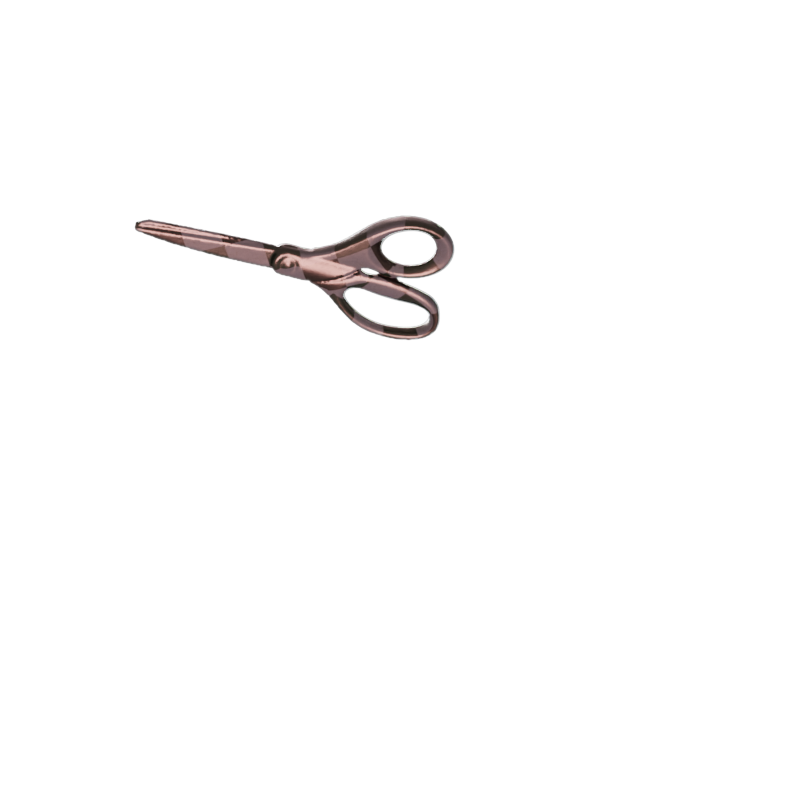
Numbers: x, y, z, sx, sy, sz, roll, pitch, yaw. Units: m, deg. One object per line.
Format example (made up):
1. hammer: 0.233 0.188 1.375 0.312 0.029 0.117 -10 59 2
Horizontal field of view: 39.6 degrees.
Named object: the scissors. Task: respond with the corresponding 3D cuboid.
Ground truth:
1. scissors: -0.054 -0.098 0.689 0.195 0.093 0.017 26 29 -16
